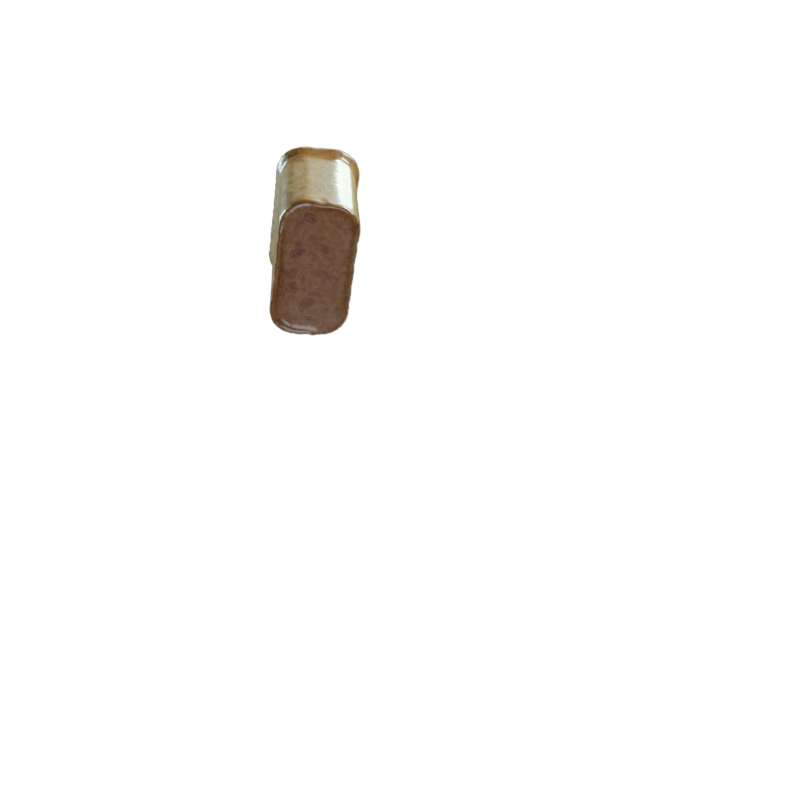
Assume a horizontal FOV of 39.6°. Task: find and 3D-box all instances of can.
[{"bbox_3d":[-0.058,-0.105,0.737,0.057,0.096,0.089,5,31,-6],"label":"can"}]
